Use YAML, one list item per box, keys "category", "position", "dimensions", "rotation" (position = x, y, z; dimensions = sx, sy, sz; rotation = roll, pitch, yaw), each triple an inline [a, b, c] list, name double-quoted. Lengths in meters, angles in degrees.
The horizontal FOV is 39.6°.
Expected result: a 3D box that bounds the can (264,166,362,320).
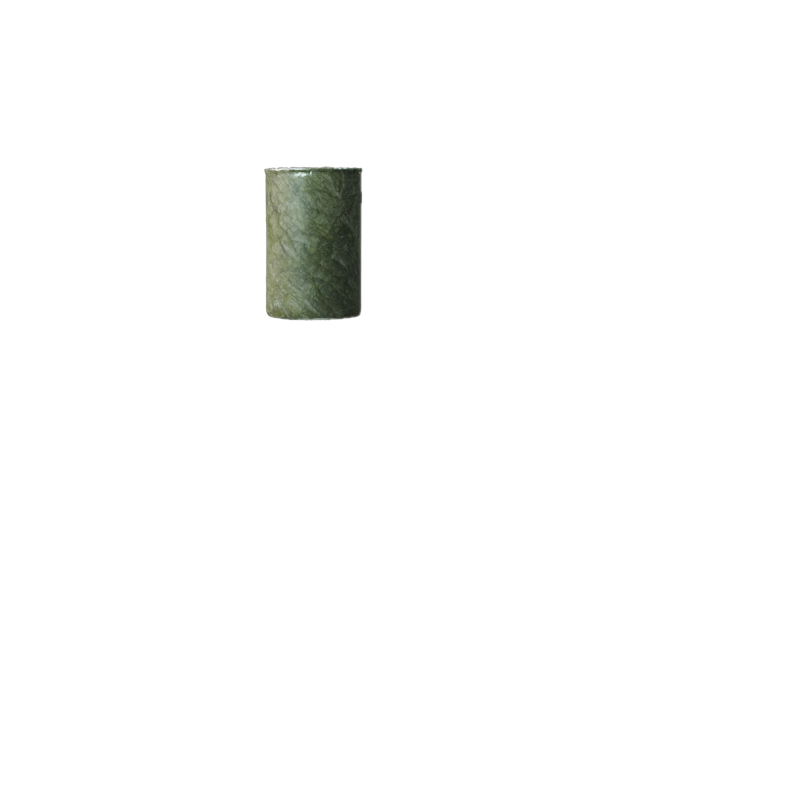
- category: "can"
  position: [-0.060, -0.109, 0.765]
  dimensions: [0.068, 0.101, 0.069]
  rotation: [0, 5, -2]
